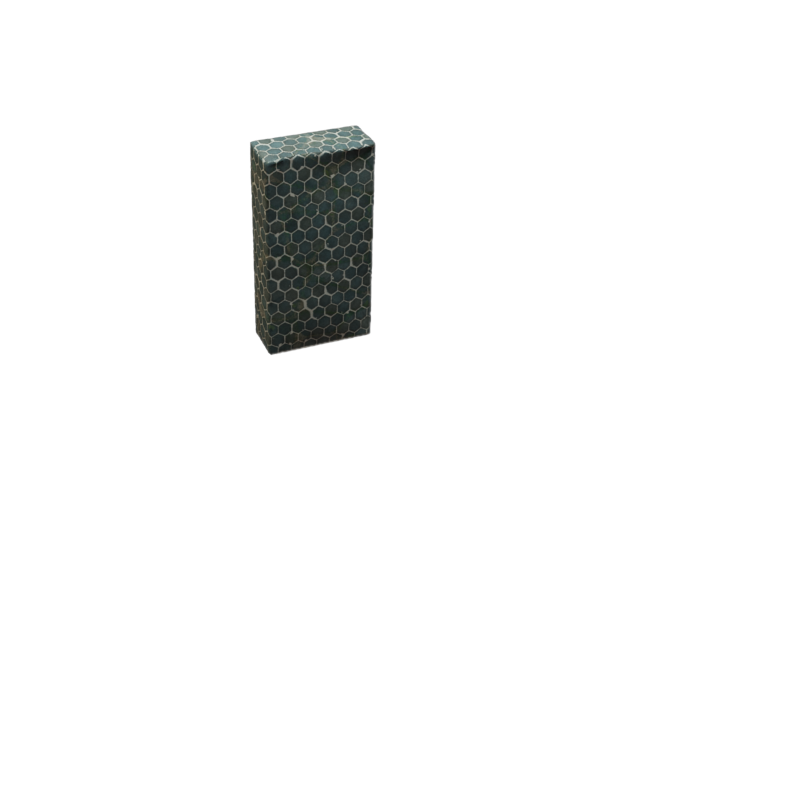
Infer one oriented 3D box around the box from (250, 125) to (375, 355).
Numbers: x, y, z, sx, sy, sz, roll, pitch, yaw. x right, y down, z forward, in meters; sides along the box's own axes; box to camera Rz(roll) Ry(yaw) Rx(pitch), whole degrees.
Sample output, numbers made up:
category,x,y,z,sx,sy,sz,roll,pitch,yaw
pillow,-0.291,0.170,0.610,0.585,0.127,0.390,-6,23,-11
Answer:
category,x,y,z,sx,sy,sz,roll,pitch,yaw
box,-0.070,-0.127,0.891,0.092,0.165,0.052,-12,36,-20
